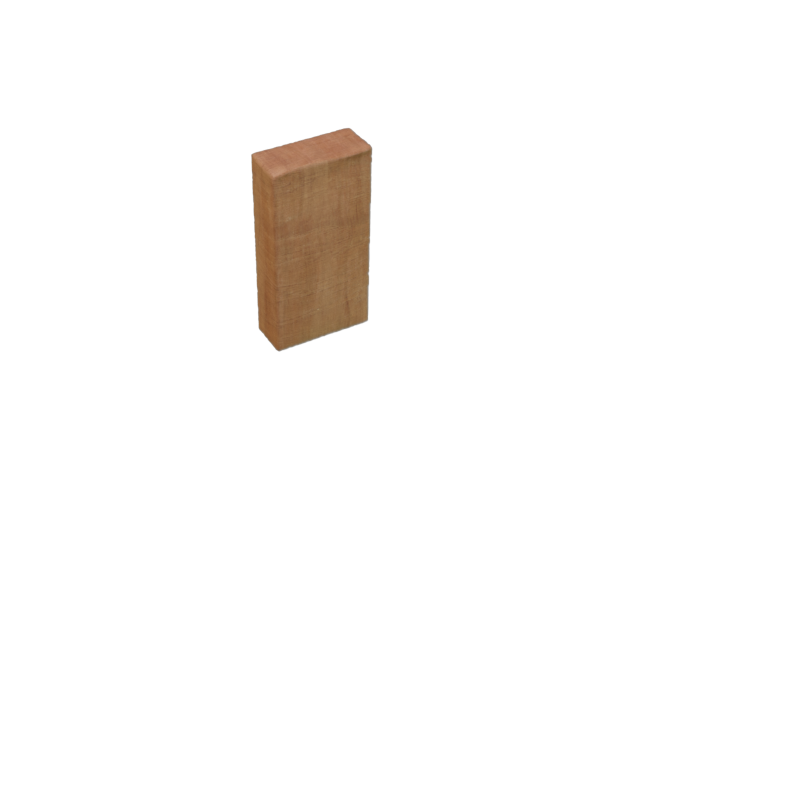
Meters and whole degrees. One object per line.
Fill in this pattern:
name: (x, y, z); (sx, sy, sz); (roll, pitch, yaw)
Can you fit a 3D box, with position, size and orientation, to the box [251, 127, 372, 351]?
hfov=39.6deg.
box: (-0.072, -0.132, 0.924); (0.092, 0.165, 0.052); (-20, 44, -25)
